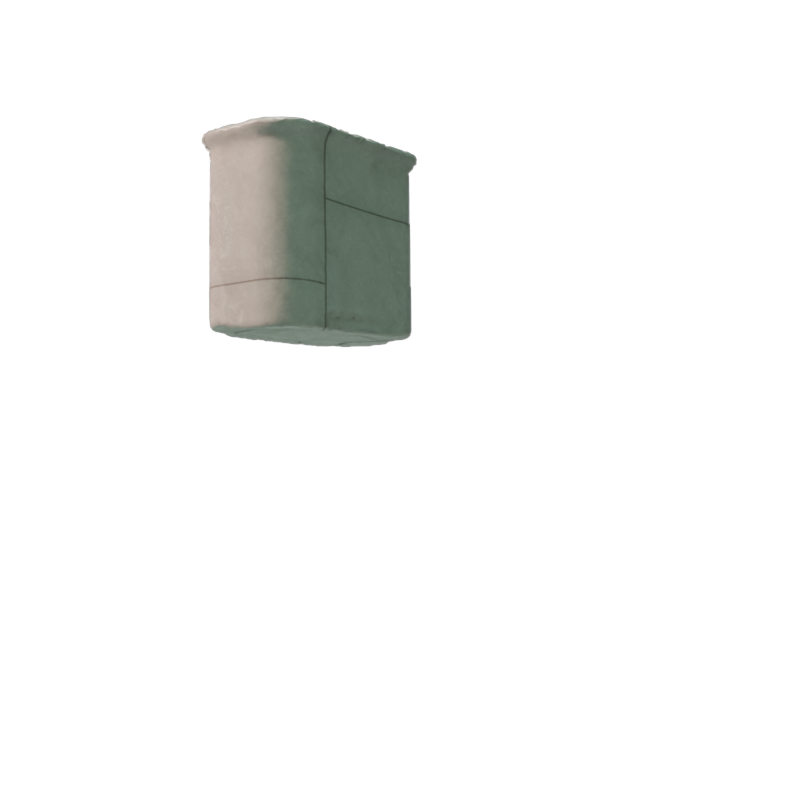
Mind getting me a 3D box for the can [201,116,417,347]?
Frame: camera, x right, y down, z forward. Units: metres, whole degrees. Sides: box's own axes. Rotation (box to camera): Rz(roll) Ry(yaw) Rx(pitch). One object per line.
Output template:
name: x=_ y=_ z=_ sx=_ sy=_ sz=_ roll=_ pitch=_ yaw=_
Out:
can: x=-0.037 y=-0.068 z=0.477 sx=0.059 sy=0.086 sz=0.097 roll=-6 pitch=-8 yaw=37
